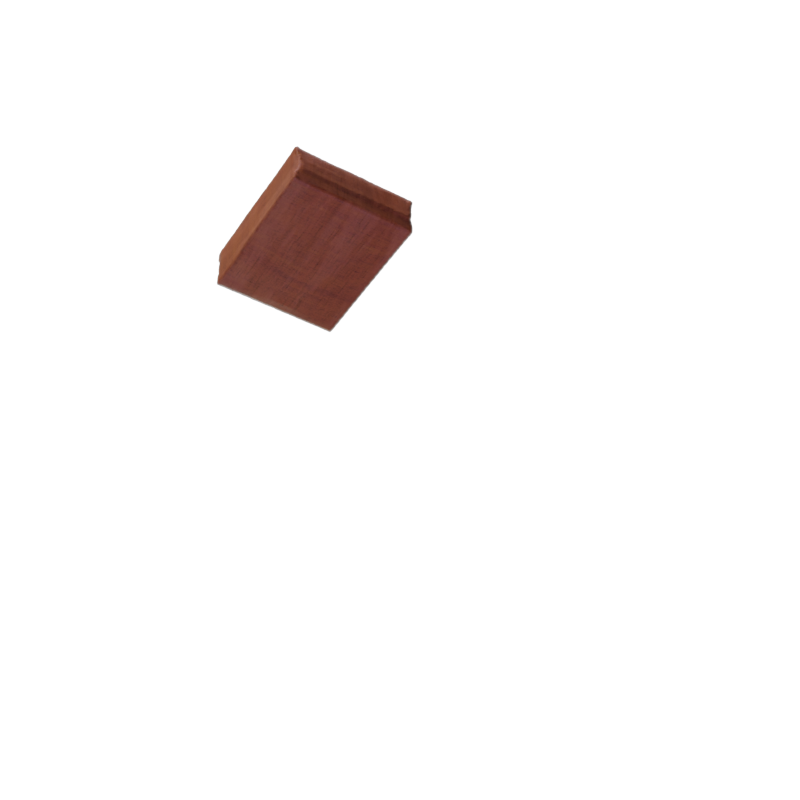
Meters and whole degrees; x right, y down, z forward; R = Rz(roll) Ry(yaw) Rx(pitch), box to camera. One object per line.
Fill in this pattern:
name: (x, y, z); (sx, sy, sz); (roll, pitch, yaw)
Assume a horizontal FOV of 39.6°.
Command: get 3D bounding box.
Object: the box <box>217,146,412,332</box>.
box: (-0.047, -0.086, 0.598); (0.070, 0.032, 0.087); (24, -51, -22)
